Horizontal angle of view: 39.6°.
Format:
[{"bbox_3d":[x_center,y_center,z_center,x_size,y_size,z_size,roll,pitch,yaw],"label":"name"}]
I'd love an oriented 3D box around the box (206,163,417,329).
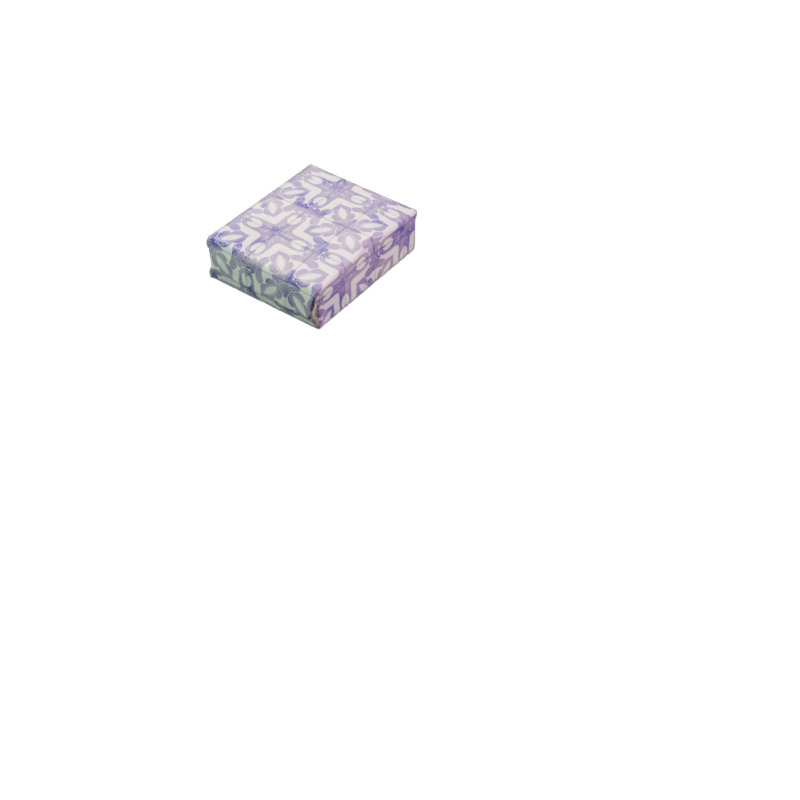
[{"bbox_3d":[-0.046,-0.083,0.582,0.077,0.028,0.091,26,47,26],"label":"box"}]
